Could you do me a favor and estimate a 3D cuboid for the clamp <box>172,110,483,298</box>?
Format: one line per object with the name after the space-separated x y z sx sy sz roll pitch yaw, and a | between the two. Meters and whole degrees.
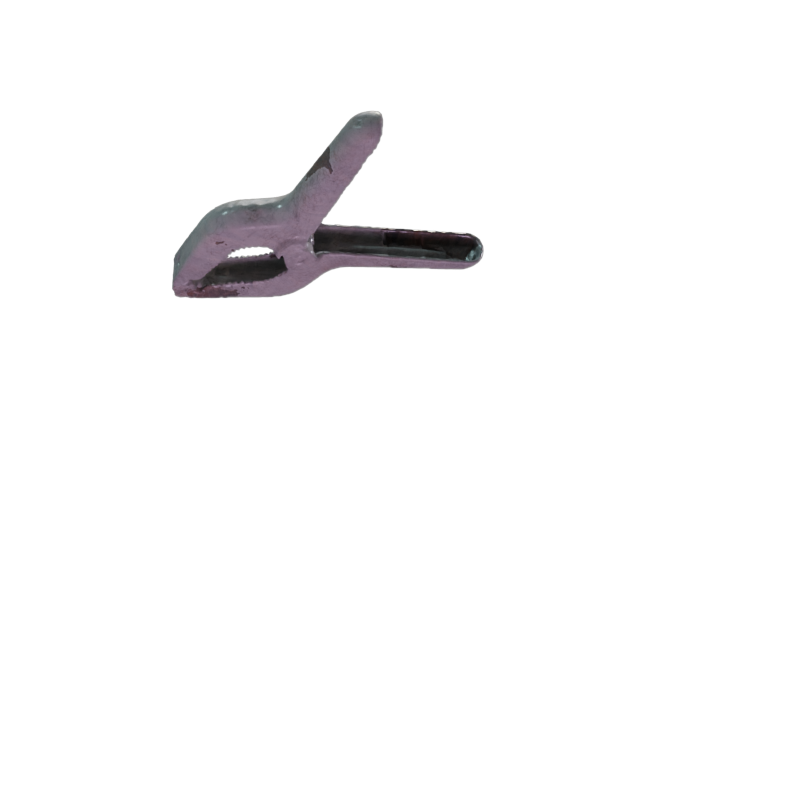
-0.058 -0.106 0.745 0.212 0.039 0.153 -19 -35 29 | clamp
